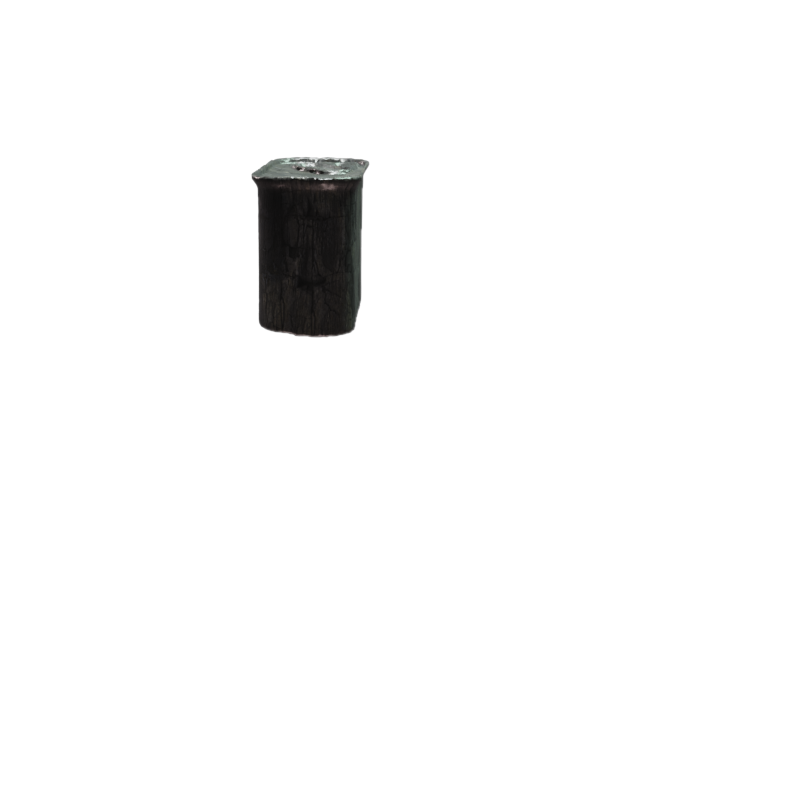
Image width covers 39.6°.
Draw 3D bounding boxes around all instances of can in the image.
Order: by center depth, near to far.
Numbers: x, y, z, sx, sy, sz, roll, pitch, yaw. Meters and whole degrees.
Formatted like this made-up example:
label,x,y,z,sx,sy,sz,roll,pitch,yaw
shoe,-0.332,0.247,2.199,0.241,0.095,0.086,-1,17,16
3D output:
label,x,y,z,sx,sy,sz,roll,pitch,yaw
can,-0.048,-0.087,0.611,0.058,0.081,0.105,1,15,2
